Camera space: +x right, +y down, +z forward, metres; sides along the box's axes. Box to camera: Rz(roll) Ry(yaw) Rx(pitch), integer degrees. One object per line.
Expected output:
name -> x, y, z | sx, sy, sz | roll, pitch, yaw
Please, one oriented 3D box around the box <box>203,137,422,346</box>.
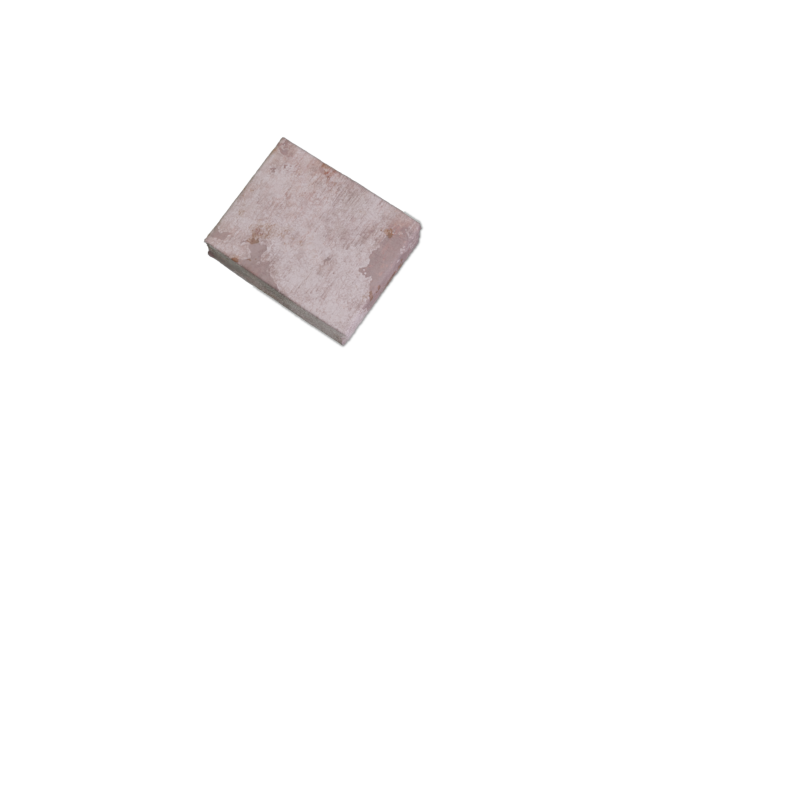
box -> -0.057, -0.103, 0.723 | 0.117, 0.092, 0.037 | 32, -17, 11
